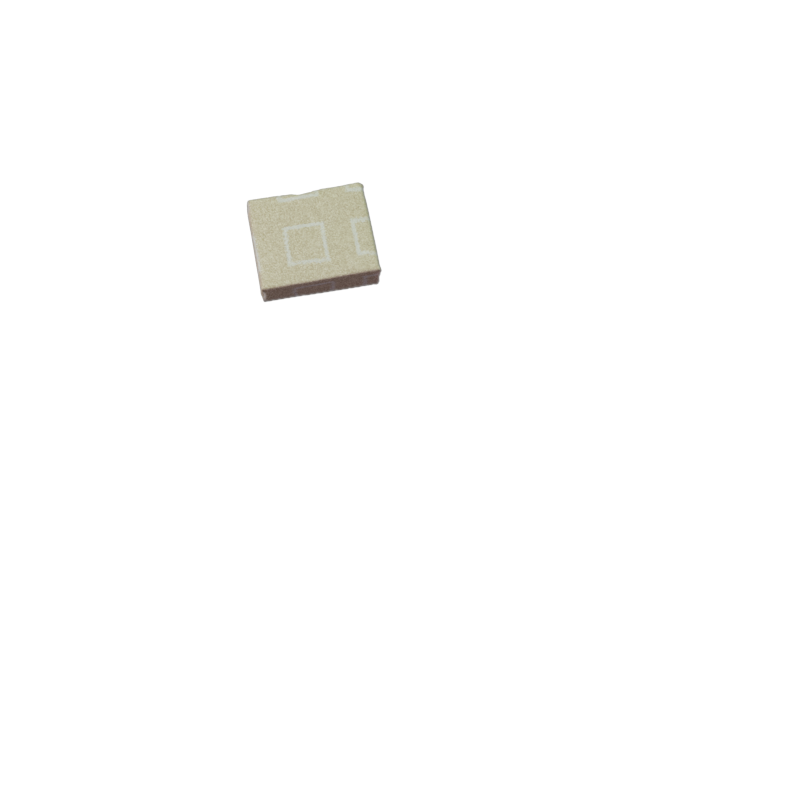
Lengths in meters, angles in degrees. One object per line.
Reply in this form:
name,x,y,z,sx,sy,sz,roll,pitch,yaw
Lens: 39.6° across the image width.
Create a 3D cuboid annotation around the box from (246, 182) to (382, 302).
box,-0.064,-0.117,0.816,0.089,0.077,0.029,-10,-22,-4
